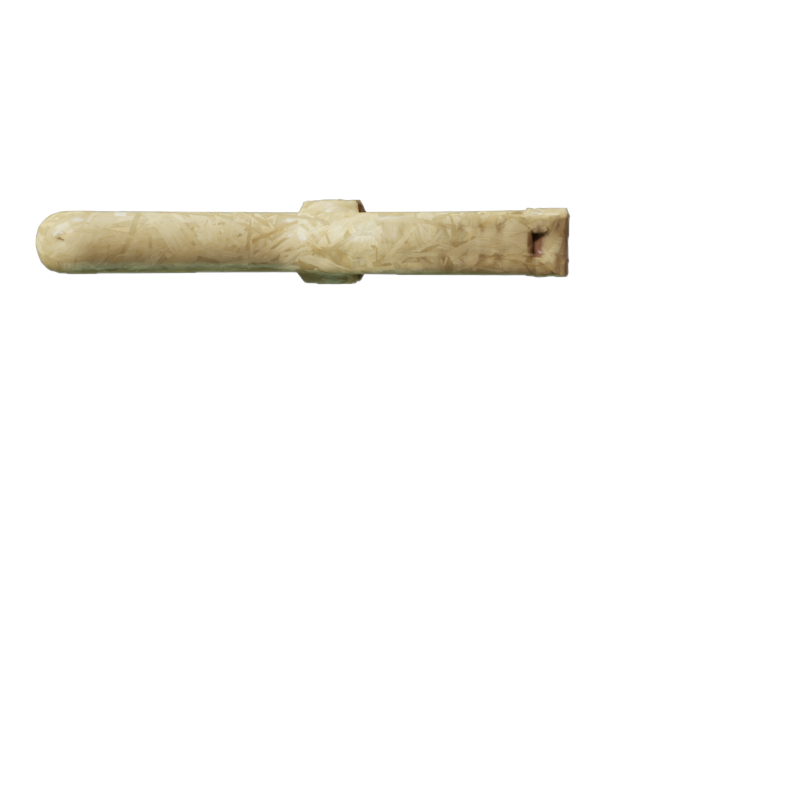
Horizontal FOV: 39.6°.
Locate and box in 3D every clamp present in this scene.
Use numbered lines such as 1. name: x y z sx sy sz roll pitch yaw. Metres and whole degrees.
1. clamp: -0.037 -0.068 0.474 0.215 0.036 0.163 3 11 18
